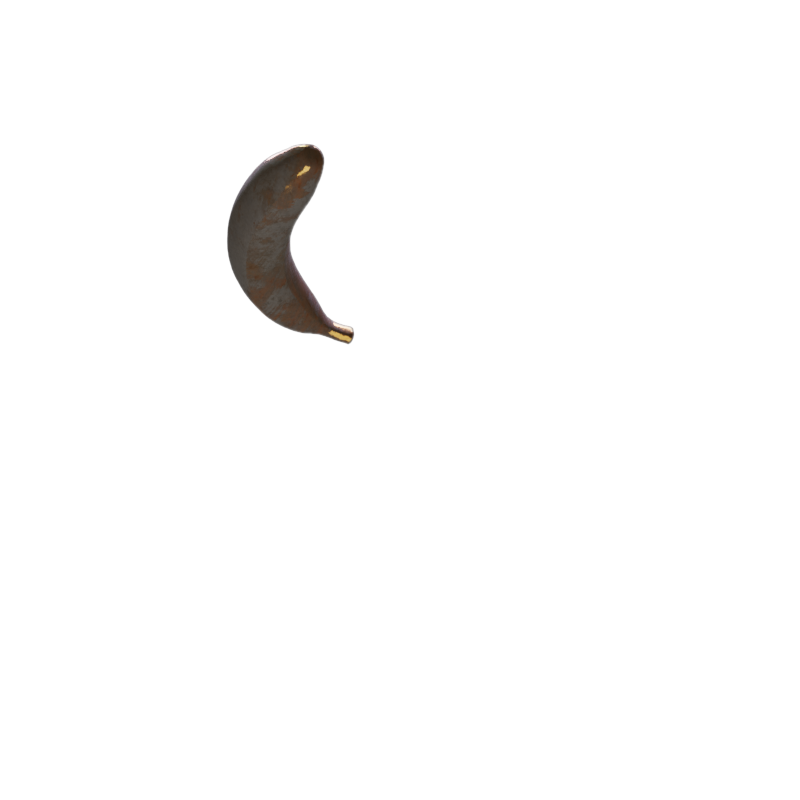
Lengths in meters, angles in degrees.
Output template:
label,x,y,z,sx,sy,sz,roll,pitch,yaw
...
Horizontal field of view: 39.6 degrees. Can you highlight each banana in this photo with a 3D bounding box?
label,x,y,z,sx,sy,sz,roll,pitch,yaw
banana,-0.070,-0.091,0.662,0.070,0.039,0.185,-2,-27,3
